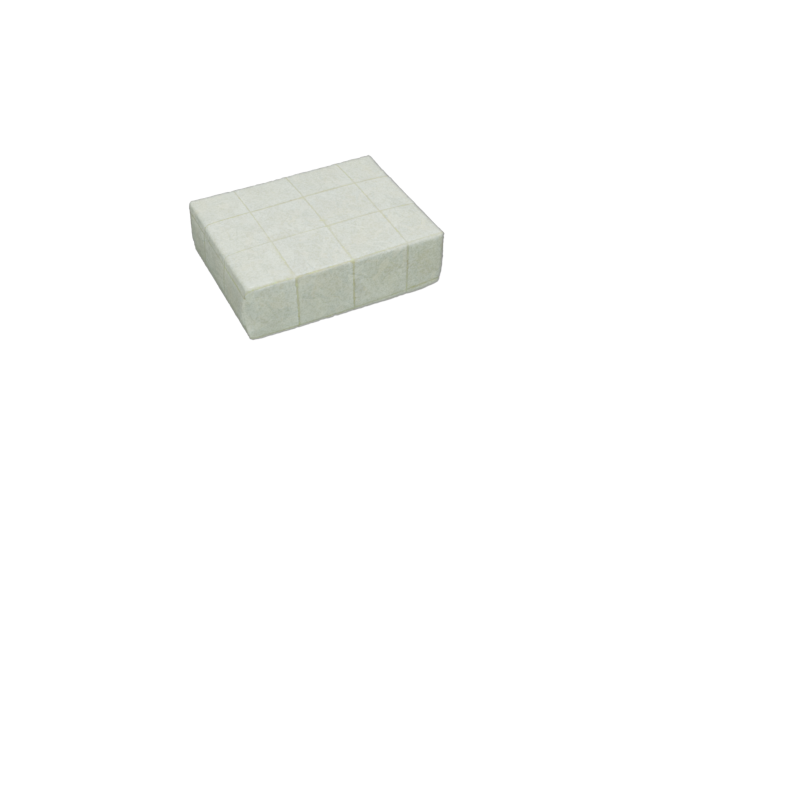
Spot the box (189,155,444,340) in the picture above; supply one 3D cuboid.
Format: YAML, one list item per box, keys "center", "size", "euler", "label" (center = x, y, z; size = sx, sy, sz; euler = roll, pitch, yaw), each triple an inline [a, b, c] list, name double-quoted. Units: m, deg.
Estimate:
- center: [-0.047, -0.085, 0.596]
  size: [0.112, 0.036, 0.097]
  euler: [-17, 43, -19]
  label: "box"
